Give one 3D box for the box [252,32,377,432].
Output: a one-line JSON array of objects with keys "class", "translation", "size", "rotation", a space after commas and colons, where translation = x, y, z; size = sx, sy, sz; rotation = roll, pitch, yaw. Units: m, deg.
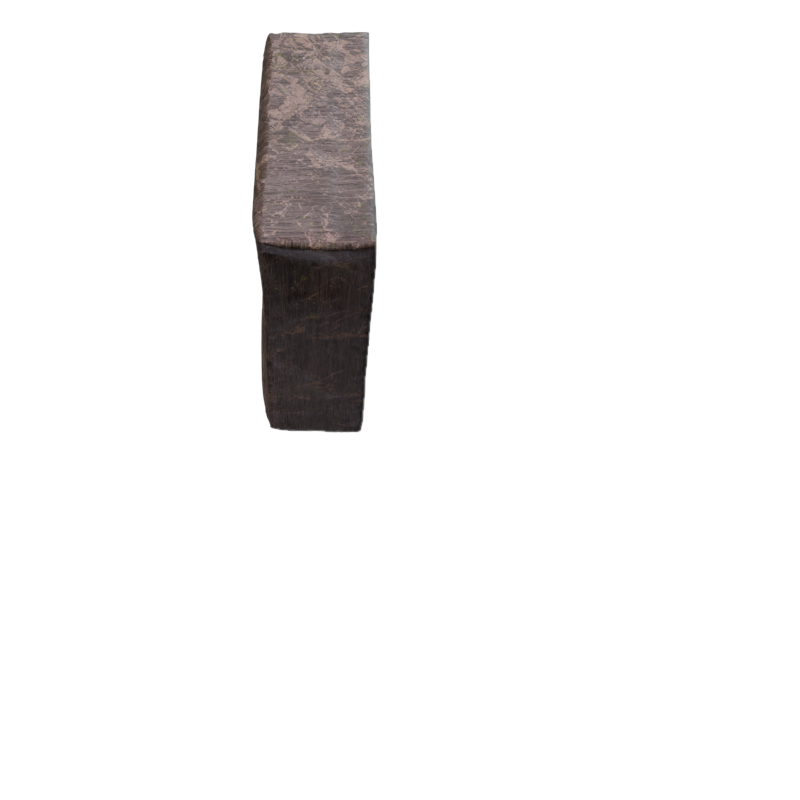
[{"class": "box", "translation": [-0.055, -0.101, 0.706], "size": [0.072, 0.176, 0.200], "rotation": [0, -33, -4]}]
